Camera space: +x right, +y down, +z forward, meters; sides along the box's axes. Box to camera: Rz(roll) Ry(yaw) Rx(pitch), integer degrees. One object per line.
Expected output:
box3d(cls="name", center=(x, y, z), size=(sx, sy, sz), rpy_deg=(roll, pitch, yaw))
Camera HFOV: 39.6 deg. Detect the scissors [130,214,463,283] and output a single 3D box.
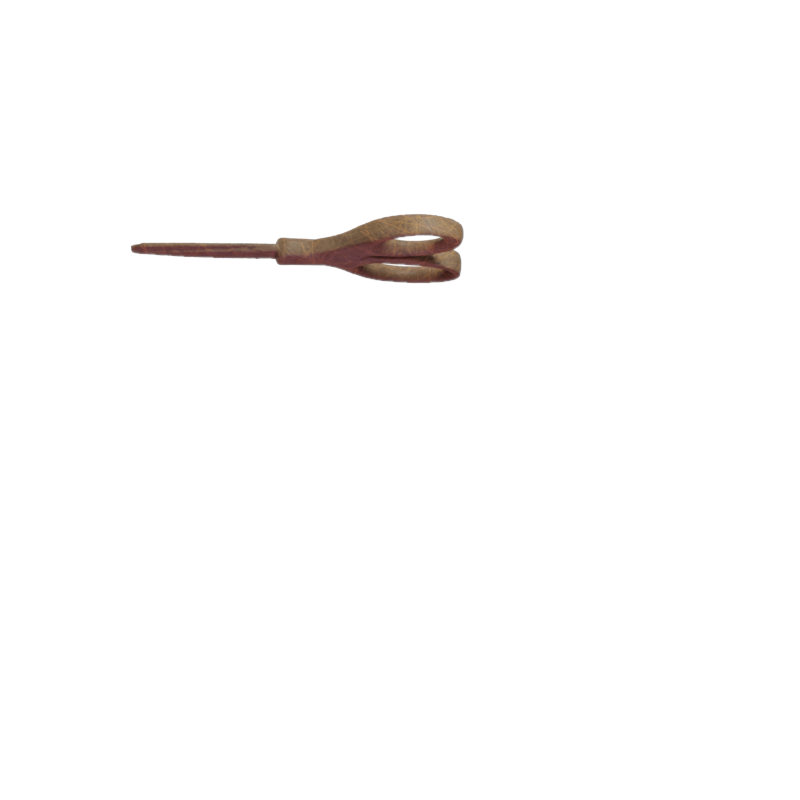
box3d(cls="scissors", center=(-0.051, -0.094, 0.655), size=(0.196, 0.016, 0.095), rpy_deg=(5, -16, -18))
